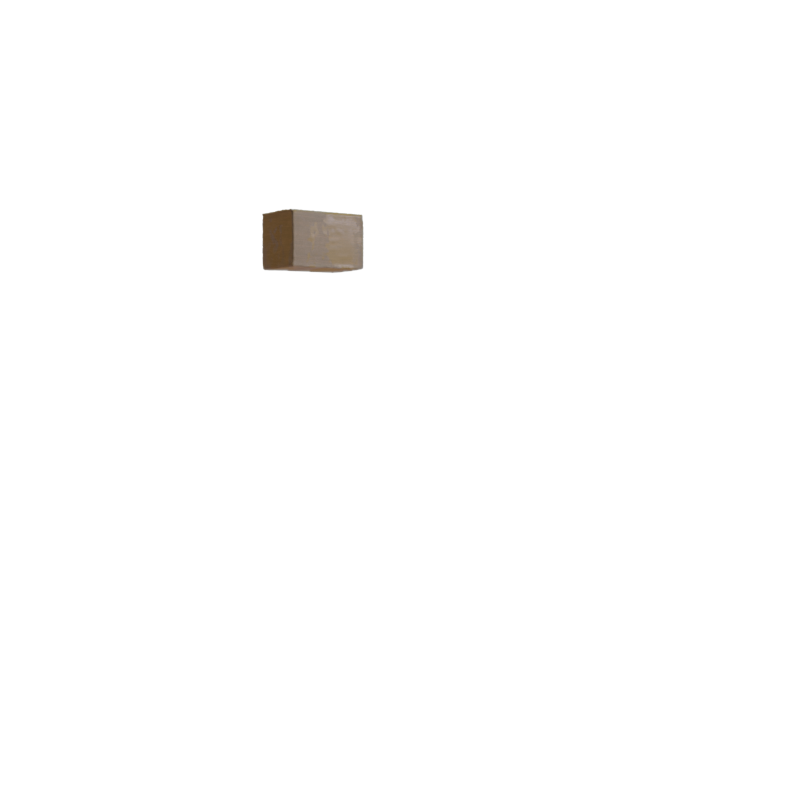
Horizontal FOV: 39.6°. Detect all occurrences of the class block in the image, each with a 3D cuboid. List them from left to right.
[{"bbox_3d":[-0.078,-0.142,0.996,0.075,0.052,0.054,0,-1,-36],"label":"block"}]
